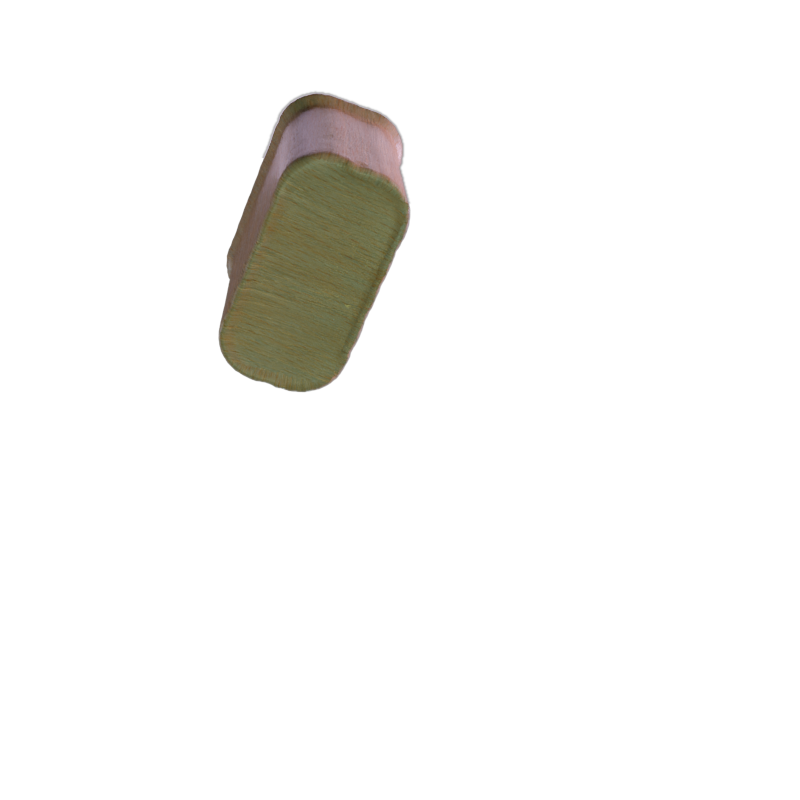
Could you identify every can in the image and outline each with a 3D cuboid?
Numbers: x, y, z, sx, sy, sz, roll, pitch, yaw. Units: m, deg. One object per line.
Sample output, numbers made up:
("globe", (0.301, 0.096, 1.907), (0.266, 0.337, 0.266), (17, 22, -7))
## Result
("can", (-0.036, -0.065, 0.454), (0.056, 0.099, 0.088), (20, 23, -12))
